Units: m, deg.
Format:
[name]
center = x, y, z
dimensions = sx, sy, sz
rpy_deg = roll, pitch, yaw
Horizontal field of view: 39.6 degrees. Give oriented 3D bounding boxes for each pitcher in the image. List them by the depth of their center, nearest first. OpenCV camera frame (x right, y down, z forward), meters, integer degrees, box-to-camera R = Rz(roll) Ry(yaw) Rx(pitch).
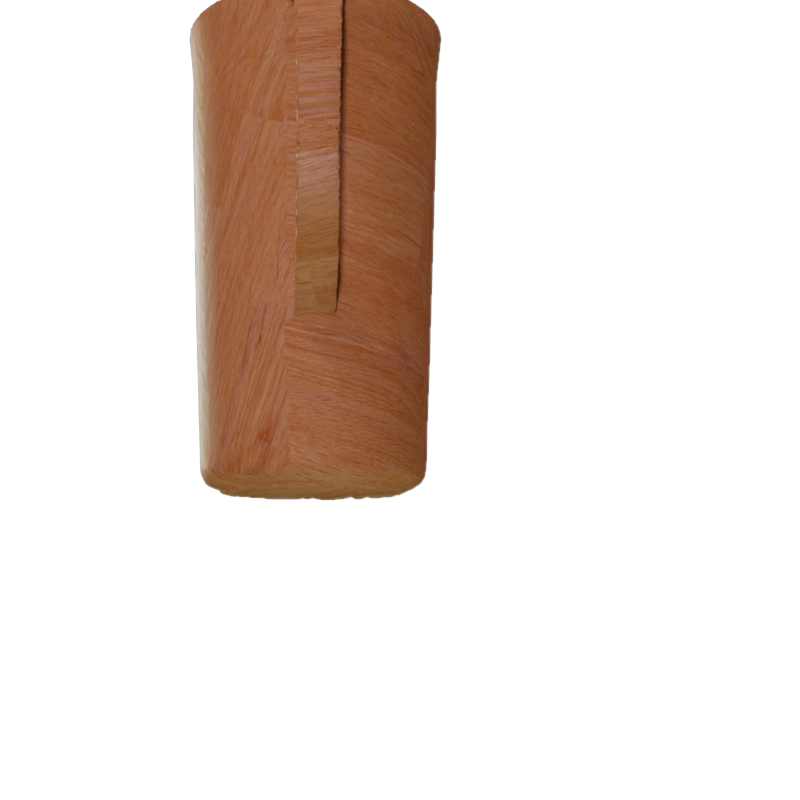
[pitcher]
center = -0.043, -0.078, 0.549
dimensions = 0.148, 0.252, 0.141
rpy_deg = -13, -18, 39
